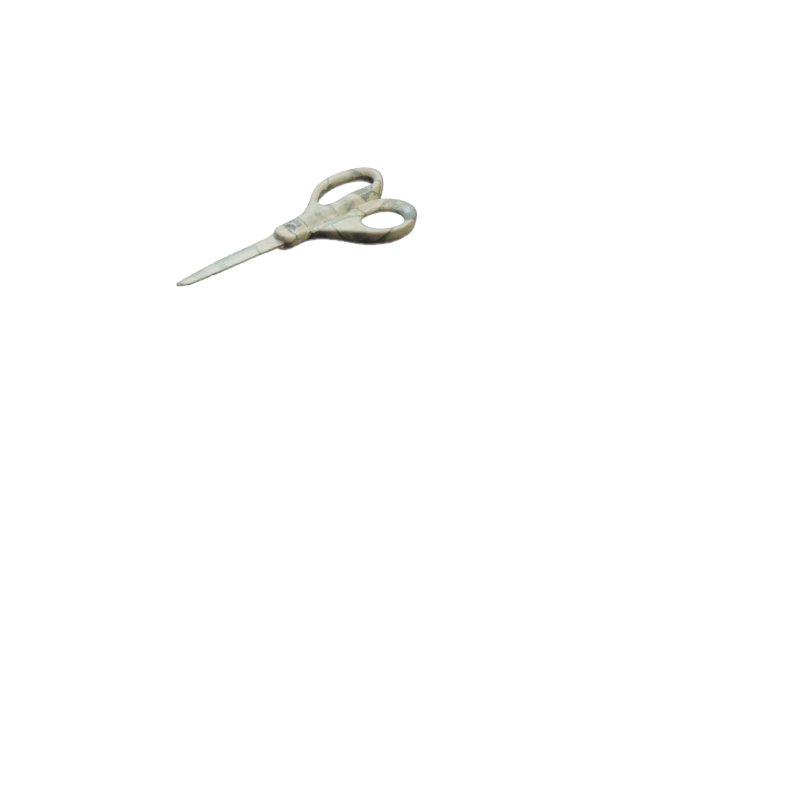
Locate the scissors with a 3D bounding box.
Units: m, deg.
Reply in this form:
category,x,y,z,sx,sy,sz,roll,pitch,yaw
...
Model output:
category,x,y,z,sx,sy,sz,roll,pitch,yaw
scissors,-0.065,-0.119,0.835,0.101,0.015,0.205,25,48,25
